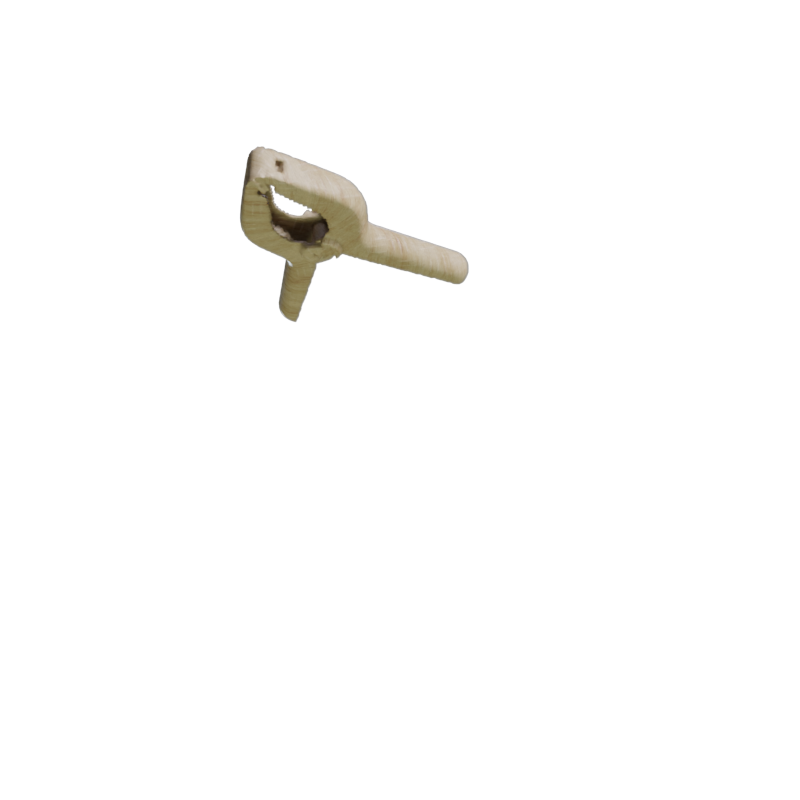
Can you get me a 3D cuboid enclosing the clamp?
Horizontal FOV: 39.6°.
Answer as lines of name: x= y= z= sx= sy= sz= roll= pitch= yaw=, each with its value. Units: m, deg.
clamp: x=-0.066 y=-0.120 z=0.840 sx=0.166 sy=0.039 sz=0.195 roll=-16 pitch=-31 yaw=29
